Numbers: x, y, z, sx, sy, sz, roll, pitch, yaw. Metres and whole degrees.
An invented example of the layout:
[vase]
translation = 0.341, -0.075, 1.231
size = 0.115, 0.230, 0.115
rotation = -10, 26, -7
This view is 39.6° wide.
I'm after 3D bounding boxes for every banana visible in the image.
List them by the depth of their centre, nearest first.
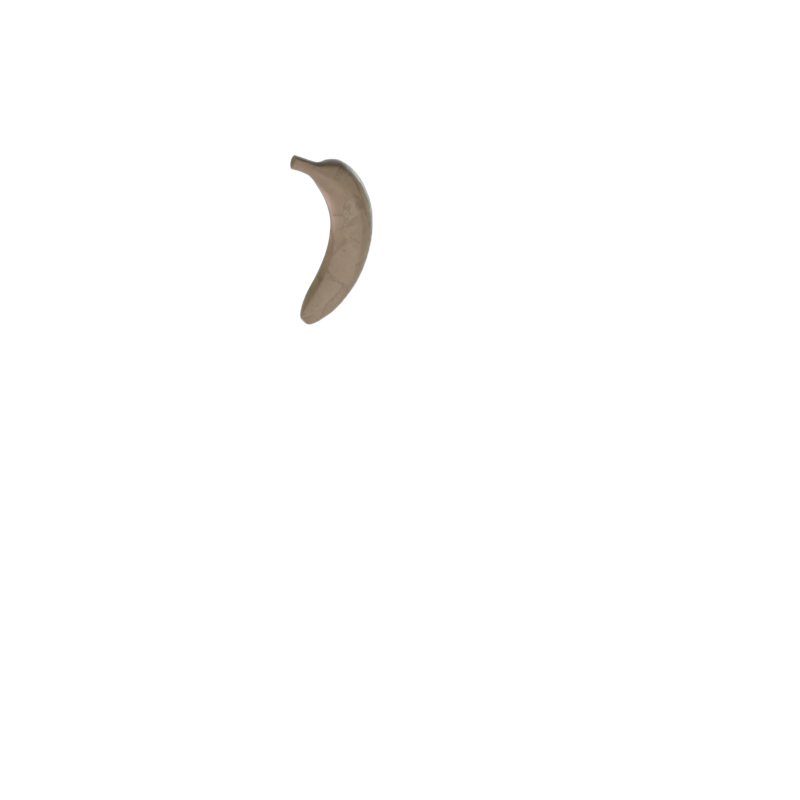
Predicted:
[banana]
translation = -0.059, -0.145, 0.990
size = 0.070, 0.184, 0.039
rotation = 0, 44, -1
